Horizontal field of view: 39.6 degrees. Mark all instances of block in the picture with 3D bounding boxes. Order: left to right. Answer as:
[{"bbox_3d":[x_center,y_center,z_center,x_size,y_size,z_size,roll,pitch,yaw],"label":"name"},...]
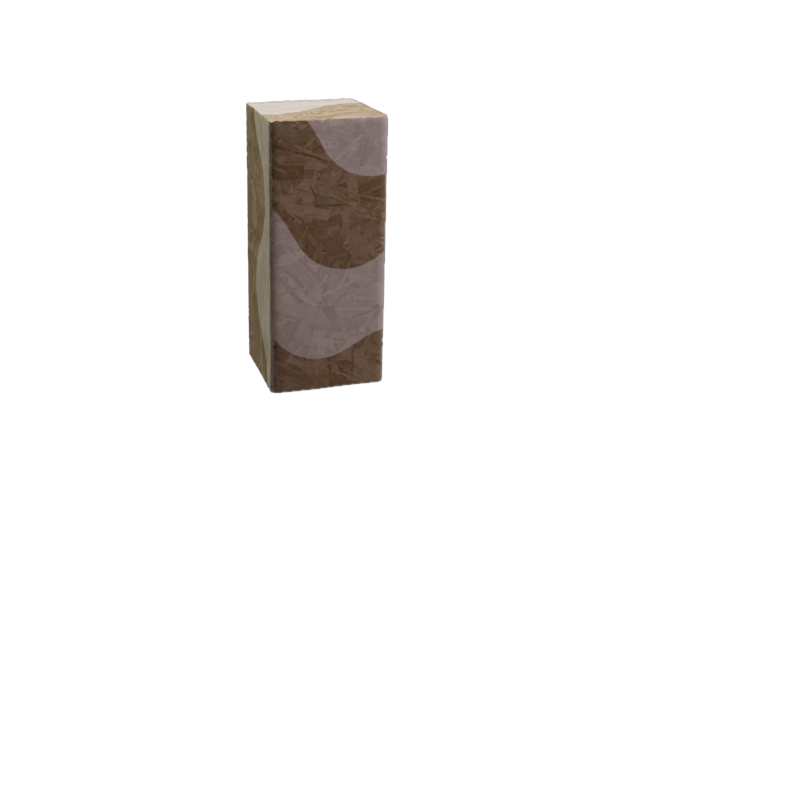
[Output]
[{"bbox_3d":[-0.066,-0.121,0.850,0.088,0.198,0.096,-4,18,-17],"label":"block"}]
